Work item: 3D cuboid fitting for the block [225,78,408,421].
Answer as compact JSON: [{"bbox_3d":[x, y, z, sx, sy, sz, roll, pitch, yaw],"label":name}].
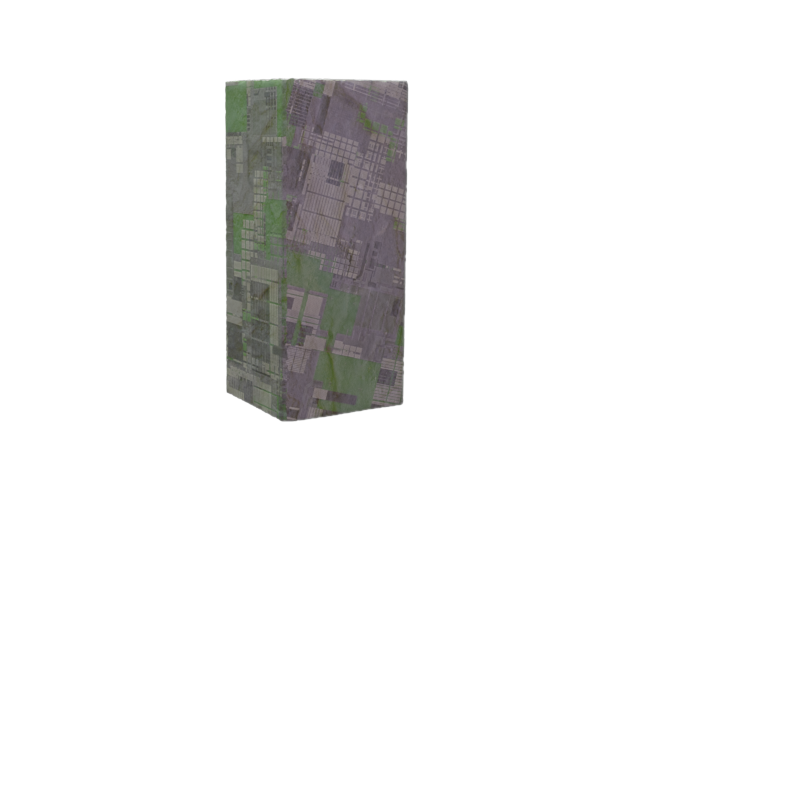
[{"bbox_3d":[-0.055,-0.102,0.714,0.087,0.203,0.095,-4,9,-31],"label":"block"}]
